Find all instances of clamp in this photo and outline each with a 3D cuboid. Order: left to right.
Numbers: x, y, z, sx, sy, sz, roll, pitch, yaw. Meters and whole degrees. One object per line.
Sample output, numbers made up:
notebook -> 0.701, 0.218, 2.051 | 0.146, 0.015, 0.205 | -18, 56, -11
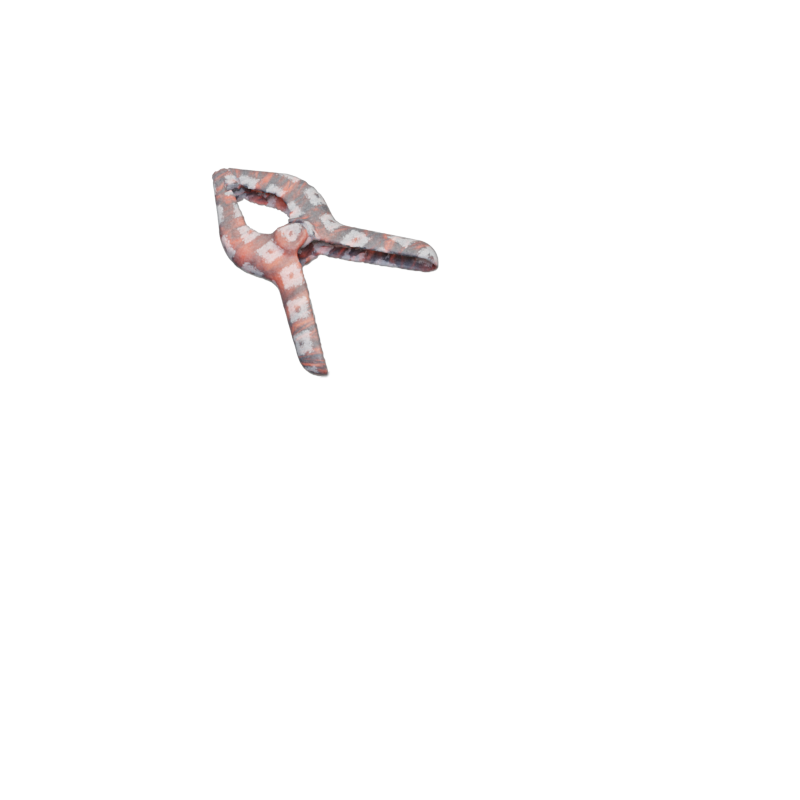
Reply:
clamp -> -0.061, -0.111, 0.774 | 0.120, 0.182, 0.037 | -33, -23, -16
